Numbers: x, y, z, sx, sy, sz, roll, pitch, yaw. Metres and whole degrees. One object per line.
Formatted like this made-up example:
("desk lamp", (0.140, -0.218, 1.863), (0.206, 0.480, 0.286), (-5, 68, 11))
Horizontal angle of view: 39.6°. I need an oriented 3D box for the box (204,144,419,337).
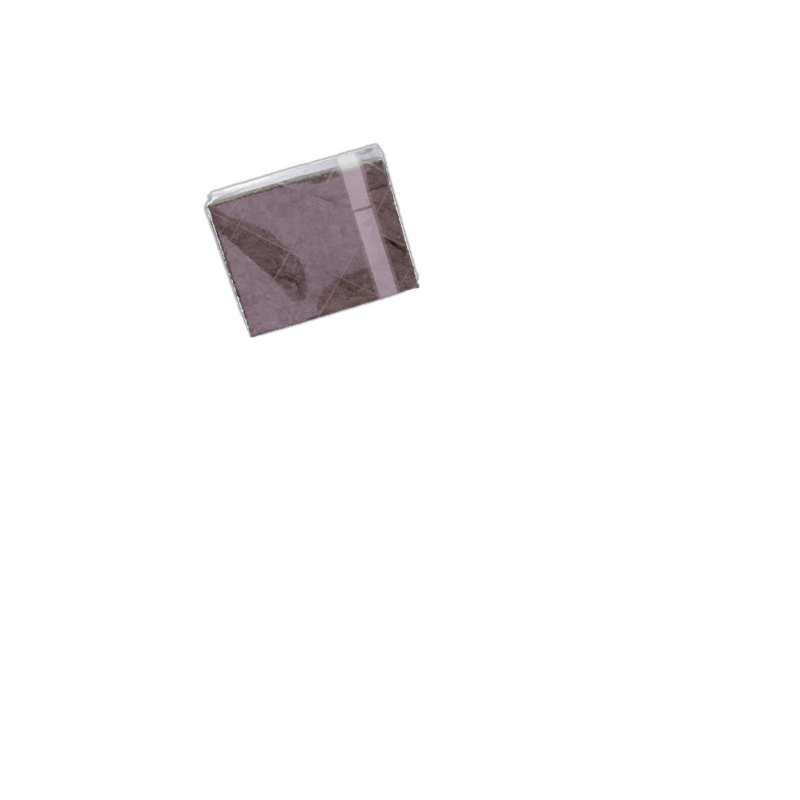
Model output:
("box", (-0.054, -0.098, 0.686), (0.114, 0.086, 0.040), (-15, 17, 4))
